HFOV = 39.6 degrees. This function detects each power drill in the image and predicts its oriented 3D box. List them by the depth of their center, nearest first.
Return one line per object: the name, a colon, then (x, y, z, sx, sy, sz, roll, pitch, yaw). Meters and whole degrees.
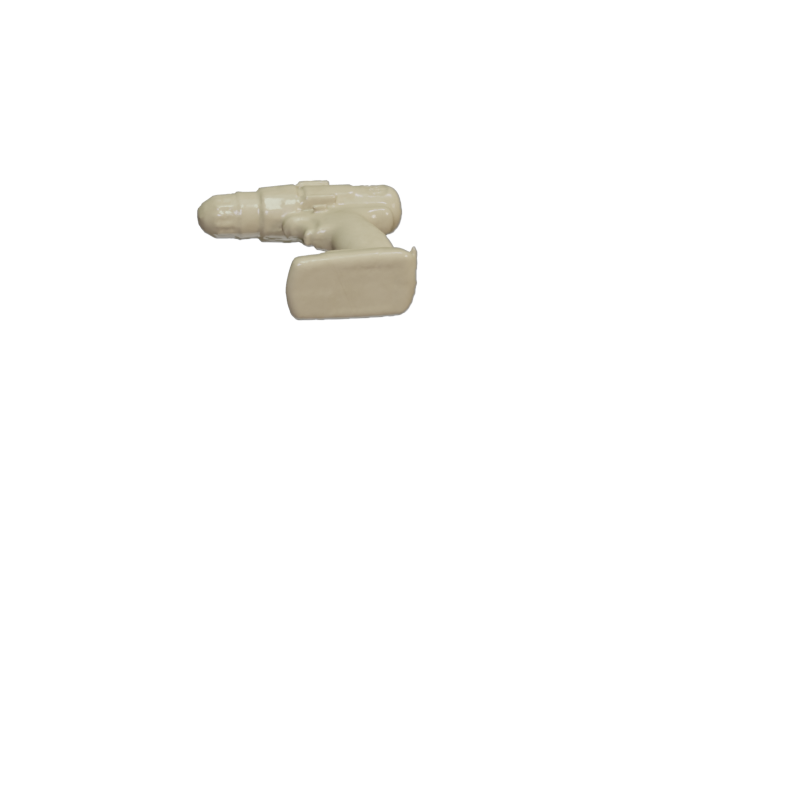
power drill: (-0.073, -0.134, 0.936, 0.182, 0.054, 0.201, -6, 32, -11)
